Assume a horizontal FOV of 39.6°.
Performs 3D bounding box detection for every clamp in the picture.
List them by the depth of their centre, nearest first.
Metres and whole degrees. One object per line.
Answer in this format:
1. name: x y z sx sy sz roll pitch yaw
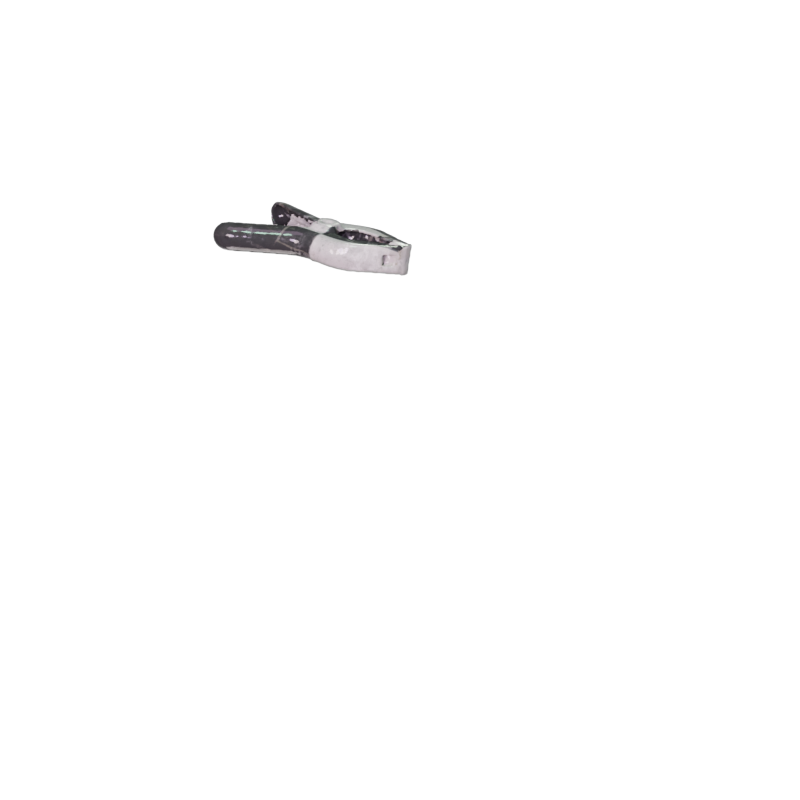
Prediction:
1. clamp: -0.077 -0.141 0.988 0.180 0.037 0.120 17 31 30
